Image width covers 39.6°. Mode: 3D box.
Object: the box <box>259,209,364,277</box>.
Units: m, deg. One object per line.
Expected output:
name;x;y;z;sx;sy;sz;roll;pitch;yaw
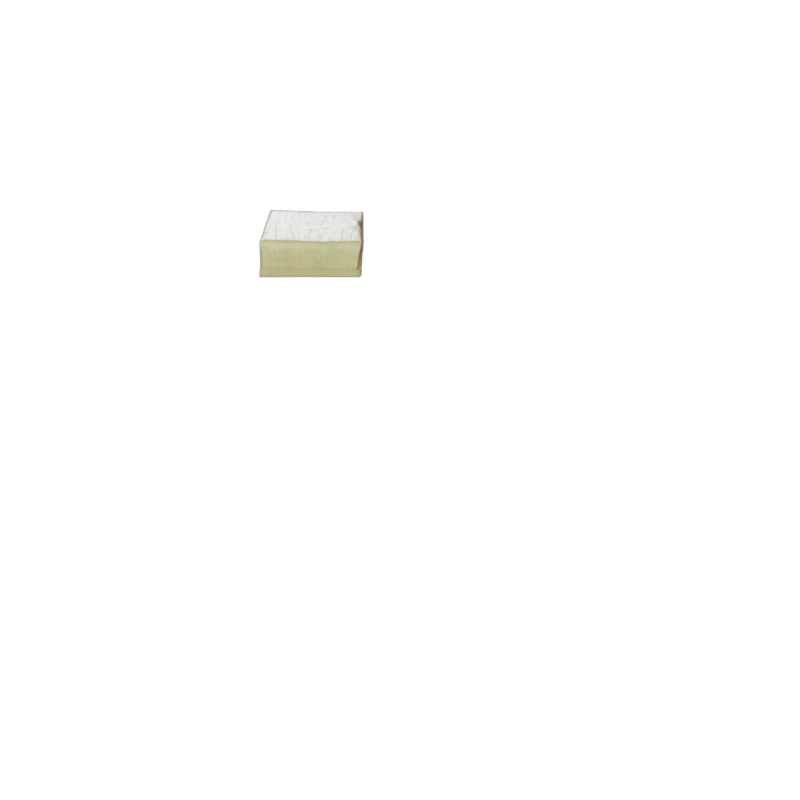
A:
box;-0.064;-0.117;0.816;0.073;0.029;0.093;1;23;1
